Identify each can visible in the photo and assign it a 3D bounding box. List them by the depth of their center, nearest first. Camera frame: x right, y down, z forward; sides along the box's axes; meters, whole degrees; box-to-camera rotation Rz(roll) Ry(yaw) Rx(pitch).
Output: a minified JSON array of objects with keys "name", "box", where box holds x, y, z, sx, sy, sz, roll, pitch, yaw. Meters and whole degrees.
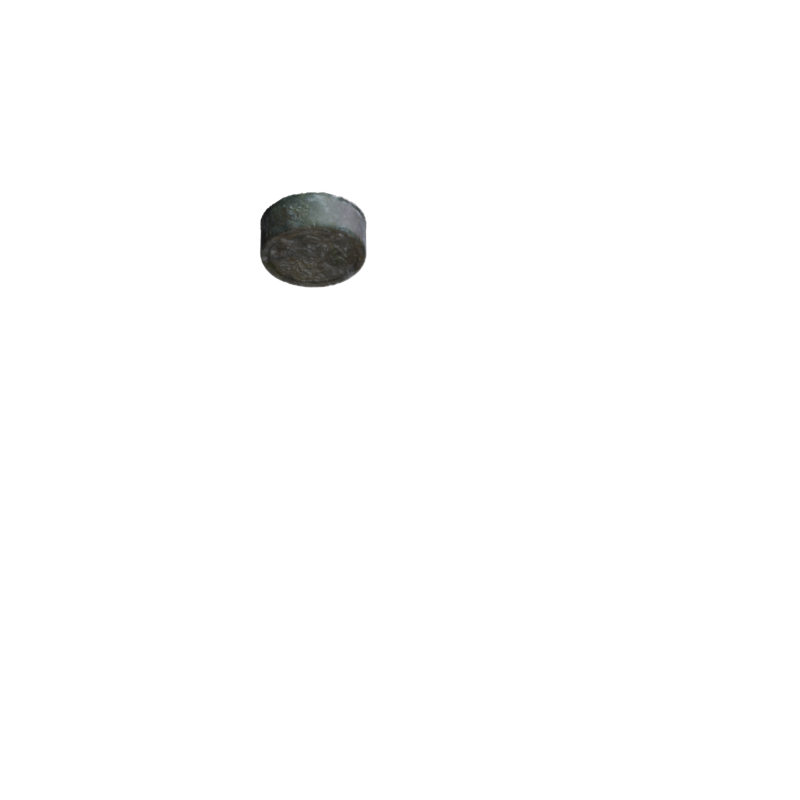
[{"name":"can","box":[-0.069,-0.126,0.882,0.086,0.036,0.080,1,-32,-2]}]
